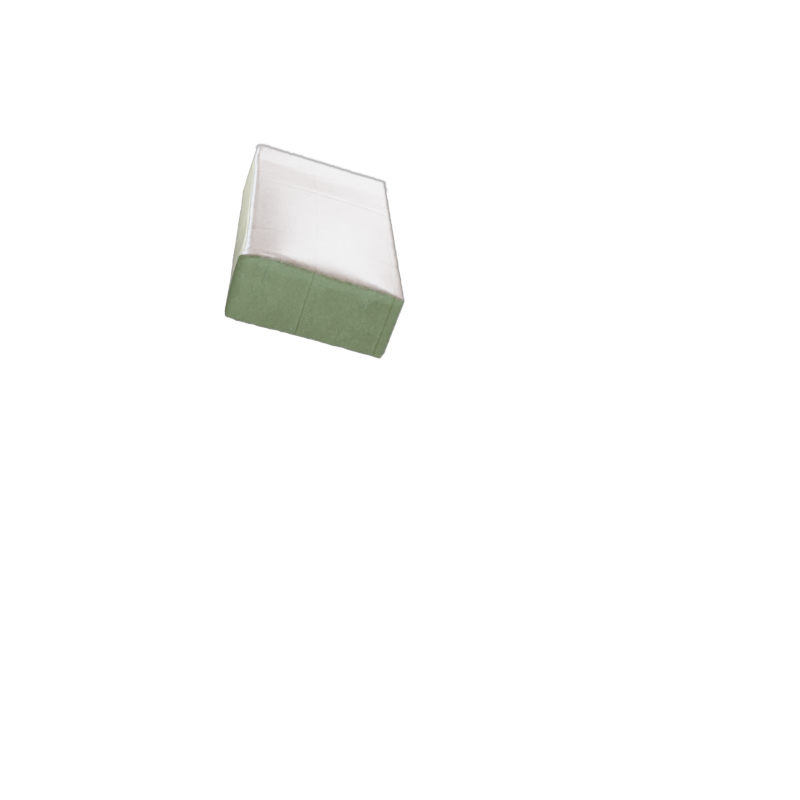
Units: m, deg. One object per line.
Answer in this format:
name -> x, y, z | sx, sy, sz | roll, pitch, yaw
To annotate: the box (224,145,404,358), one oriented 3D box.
box -> -0.052, -0.096, 0.671 | 0.092, 0.046, 0.186 | 14, 26, -11
